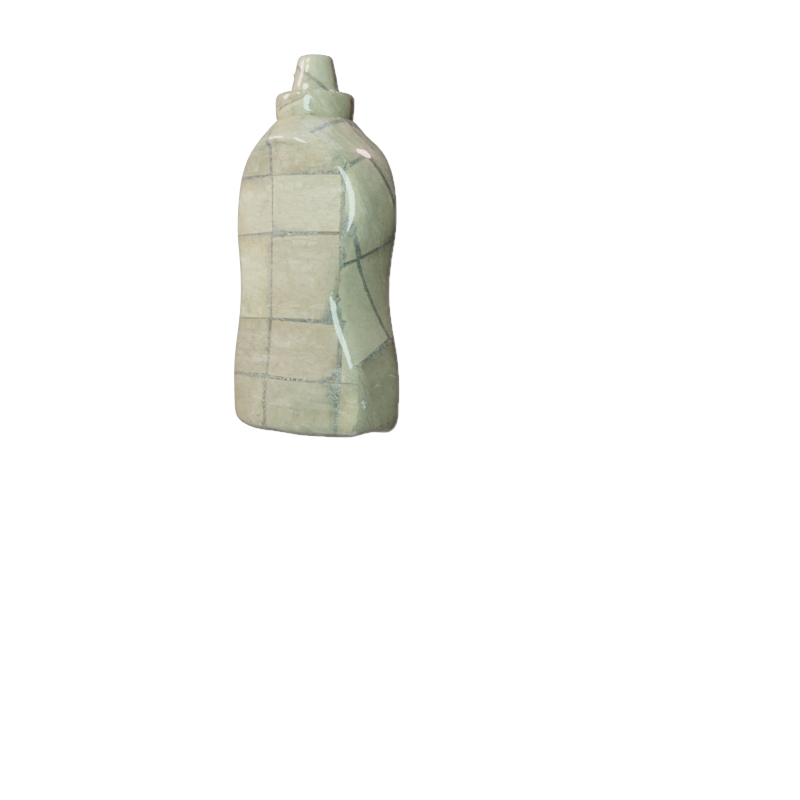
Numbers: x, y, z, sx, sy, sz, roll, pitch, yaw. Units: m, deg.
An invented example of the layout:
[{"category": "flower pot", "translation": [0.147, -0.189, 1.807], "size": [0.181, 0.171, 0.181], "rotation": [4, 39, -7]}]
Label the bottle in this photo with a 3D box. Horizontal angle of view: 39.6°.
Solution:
[{"category": "bottle", "translation": [-0.044, -0.082, 0.571], "size": [0.056, 0.192, 0.100], "rotation": [1, -1, -43]}]
